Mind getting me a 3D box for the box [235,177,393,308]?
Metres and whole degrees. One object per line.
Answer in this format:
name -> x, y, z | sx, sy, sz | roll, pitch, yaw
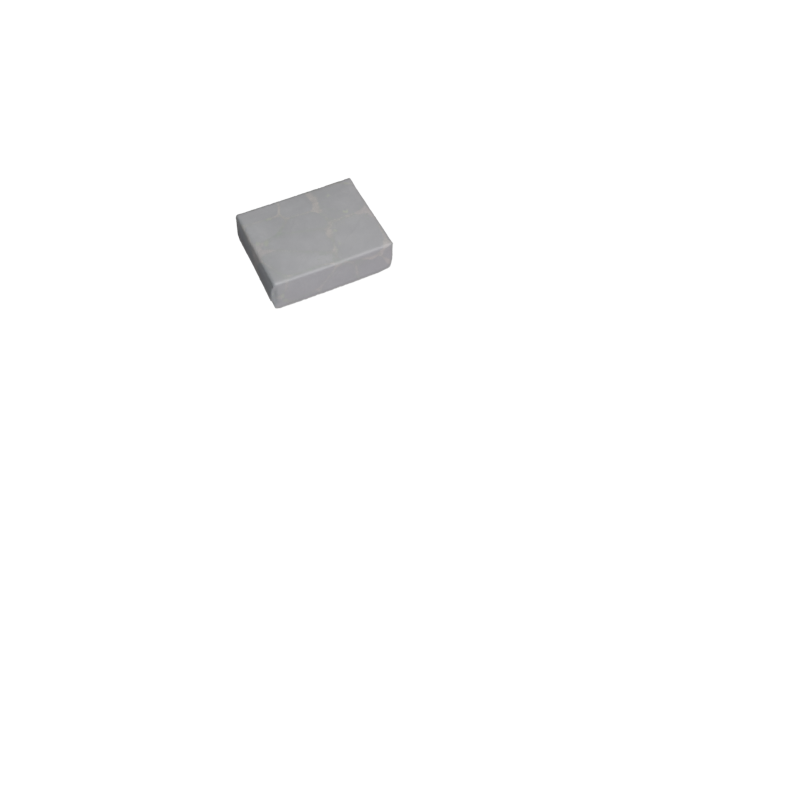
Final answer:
box -> -0.075, -0.137, 0.963 | 0.113, 0.097, 0.036 | -20, -36, -16
